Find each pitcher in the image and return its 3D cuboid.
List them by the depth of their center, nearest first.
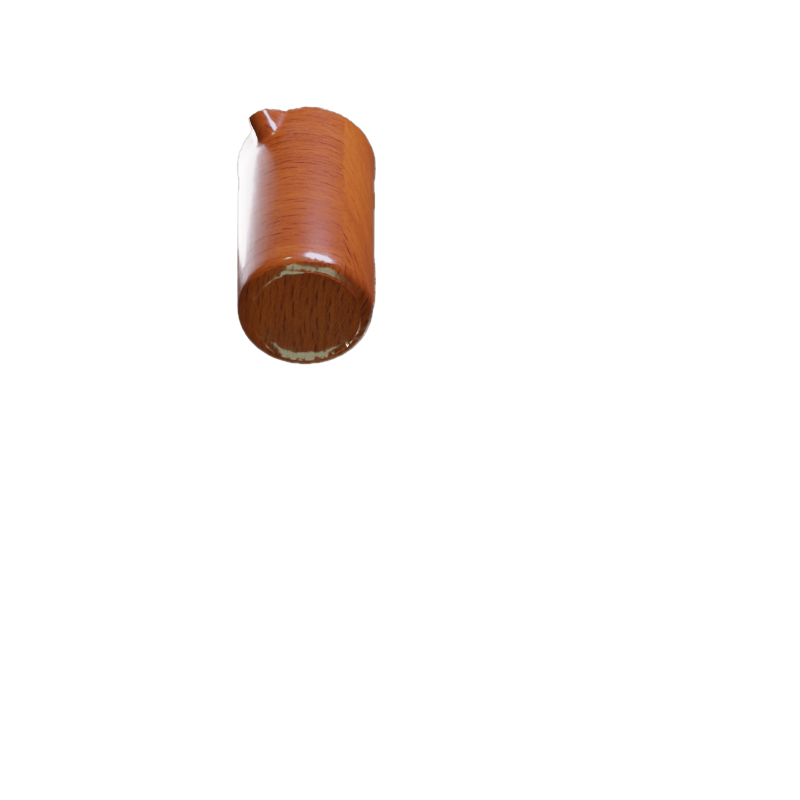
[{"bbox_3d":[-0.076,-0.139,0.973,0.147,0.137,0.260,9,37,-11],"label":"pitcher"}]
